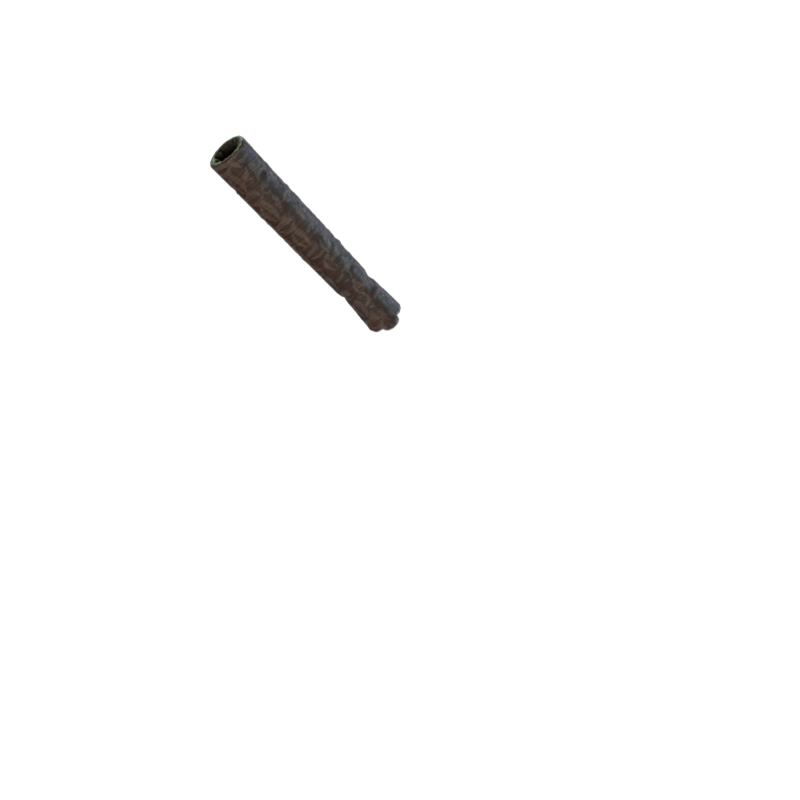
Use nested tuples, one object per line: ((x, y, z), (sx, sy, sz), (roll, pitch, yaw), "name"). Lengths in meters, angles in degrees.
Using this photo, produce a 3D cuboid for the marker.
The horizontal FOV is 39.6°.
((-0.039, -0.071, 0.499), (0.113, 0.020, 0.020), (45, -23, -29), "marker")
